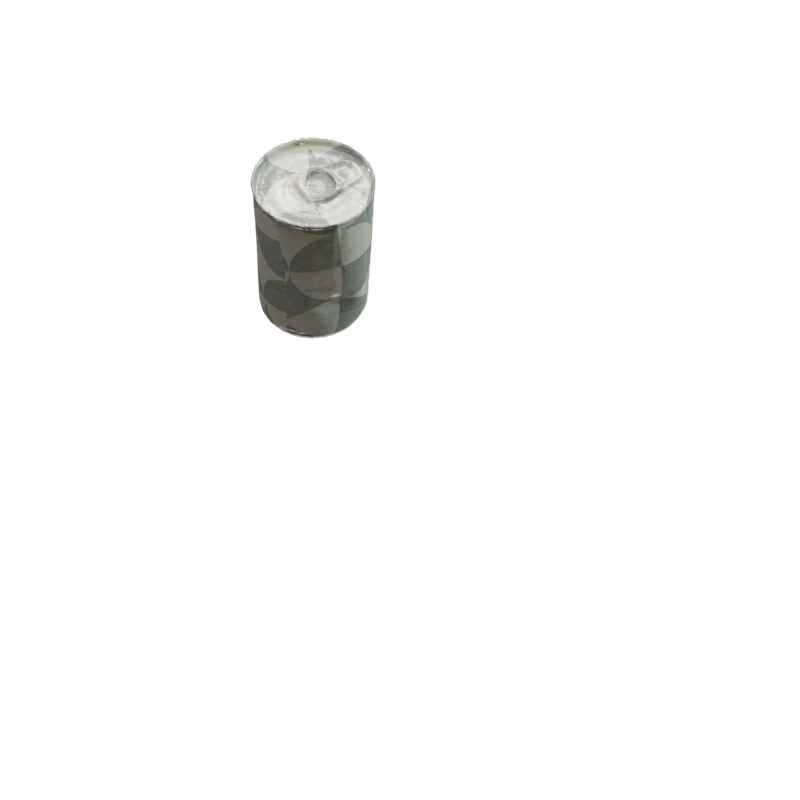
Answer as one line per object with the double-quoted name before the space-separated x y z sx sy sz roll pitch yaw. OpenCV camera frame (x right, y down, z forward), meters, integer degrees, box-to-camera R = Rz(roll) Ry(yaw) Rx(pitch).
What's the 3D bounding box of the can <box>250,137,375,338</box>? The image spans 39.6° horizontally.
"can" -0.050 -0.091 0.640 0.068 0.073 0.095 0 -37 -3
